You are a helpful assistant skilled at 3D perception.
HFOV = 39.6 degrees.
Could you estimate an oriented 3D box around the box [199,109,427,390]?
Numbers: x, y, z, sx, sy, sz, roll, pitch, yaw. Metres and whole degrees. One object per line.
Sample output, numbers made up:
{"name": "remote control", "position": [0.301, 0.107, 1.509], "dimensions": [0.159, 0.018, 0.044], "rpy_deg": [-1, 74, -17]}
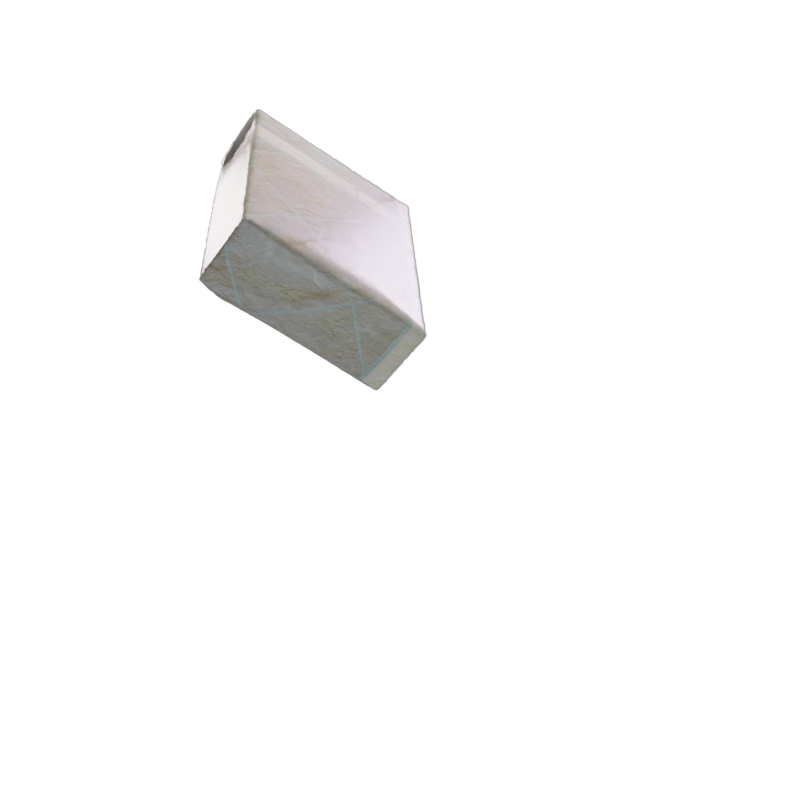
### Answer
{"name": "box", "position": [-0.069, -0.126, 0.883], "dimensions": [0.158, 0.070, 0.228], "rpy_deg": [30, 26, -20]}
